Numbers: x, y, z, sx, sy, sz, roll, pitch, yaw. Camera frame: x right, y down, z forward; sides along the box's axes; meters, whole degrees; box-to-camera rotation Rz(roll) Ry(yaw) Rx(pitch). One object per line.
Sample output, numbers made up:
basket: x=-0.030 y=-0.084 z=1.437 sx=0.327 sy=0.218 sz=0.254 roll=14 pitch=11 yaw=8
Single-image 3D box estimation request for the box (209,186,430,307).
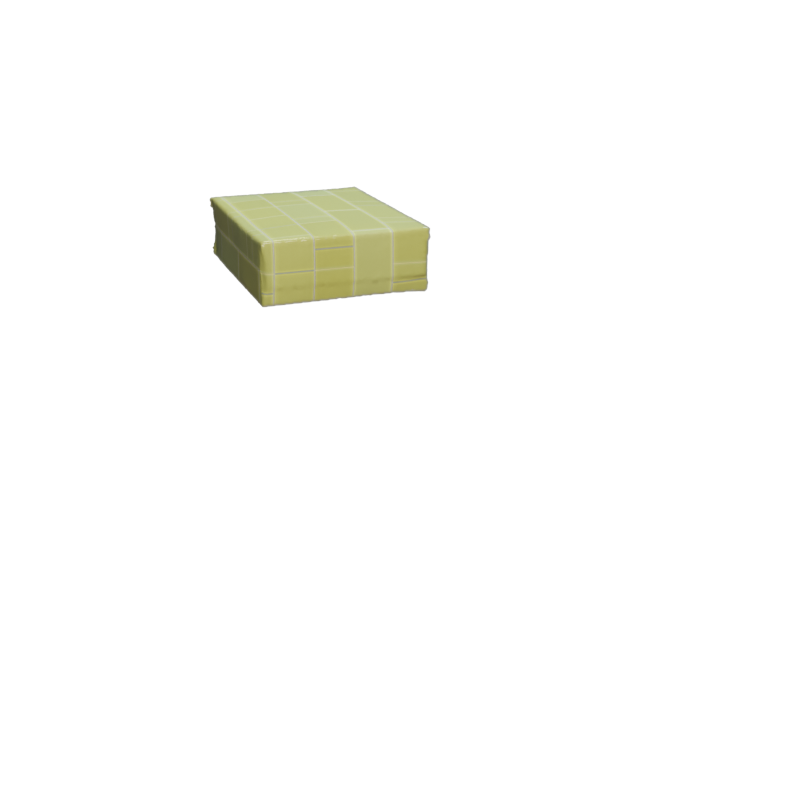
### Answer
box: x=-0.047 y=-0.085 z=0.597 sx=0.088 sy=0.037 sz=0.120 roll=-7 pitch=20 yaw=-20
